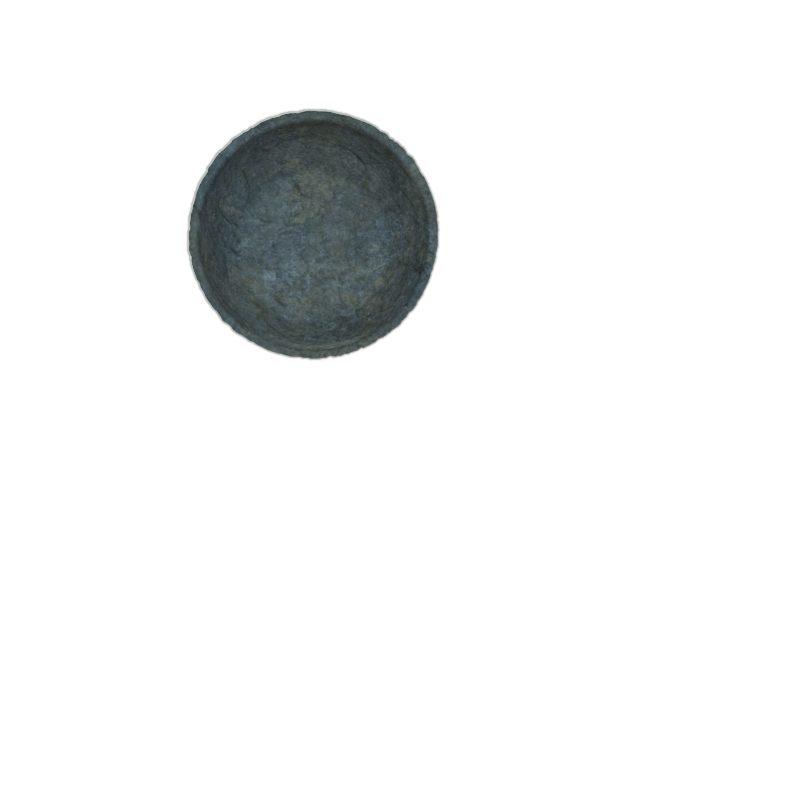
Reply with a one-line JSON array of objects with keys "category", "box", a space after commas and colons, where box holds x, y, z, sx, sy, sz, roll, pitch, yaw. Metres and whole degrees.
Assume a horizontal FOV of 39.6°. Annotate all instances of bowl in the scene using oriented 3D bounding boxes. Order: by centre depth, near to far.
[{"category": "bowl", "box": [-0.054, -0.098, 0.689, 0.162, 0.159, 0.056, 0, 9, -1]}]
